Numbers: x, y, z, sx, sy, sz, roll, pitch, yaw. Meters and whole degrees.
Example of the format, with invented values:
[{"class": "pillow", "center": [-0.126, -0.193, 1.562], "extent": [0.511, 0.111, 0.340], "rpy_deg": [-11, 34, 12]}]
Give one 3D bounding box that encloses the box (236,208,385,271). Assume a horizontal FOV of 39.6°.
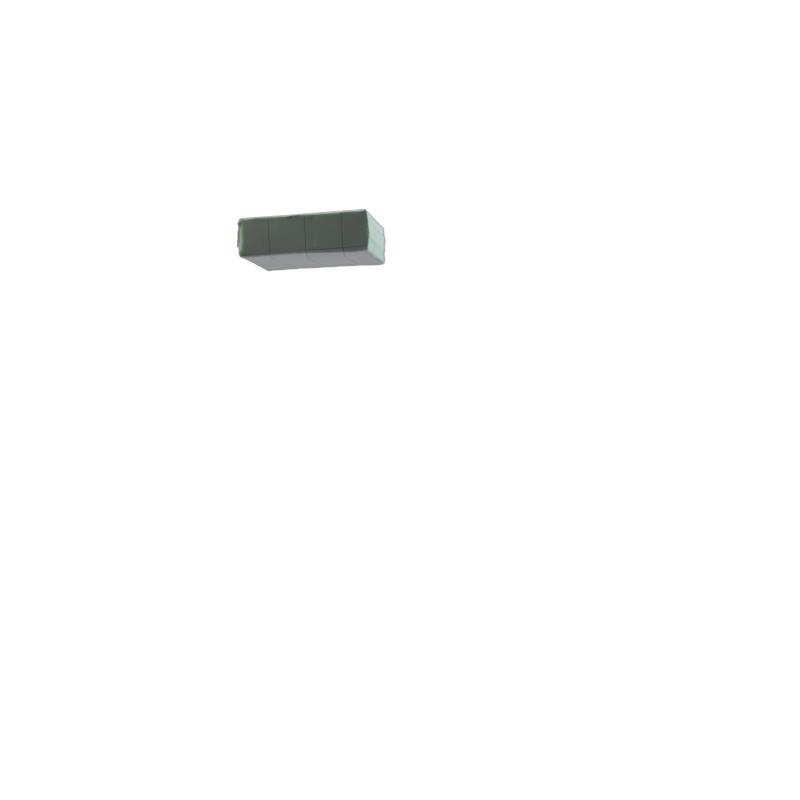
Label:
[{"class": "box", "center": [-0.075, -0.137, 0.958], "extent": [0.115, 0.039, 0.087], "rpy_deg": [0, -2, 11]}]
